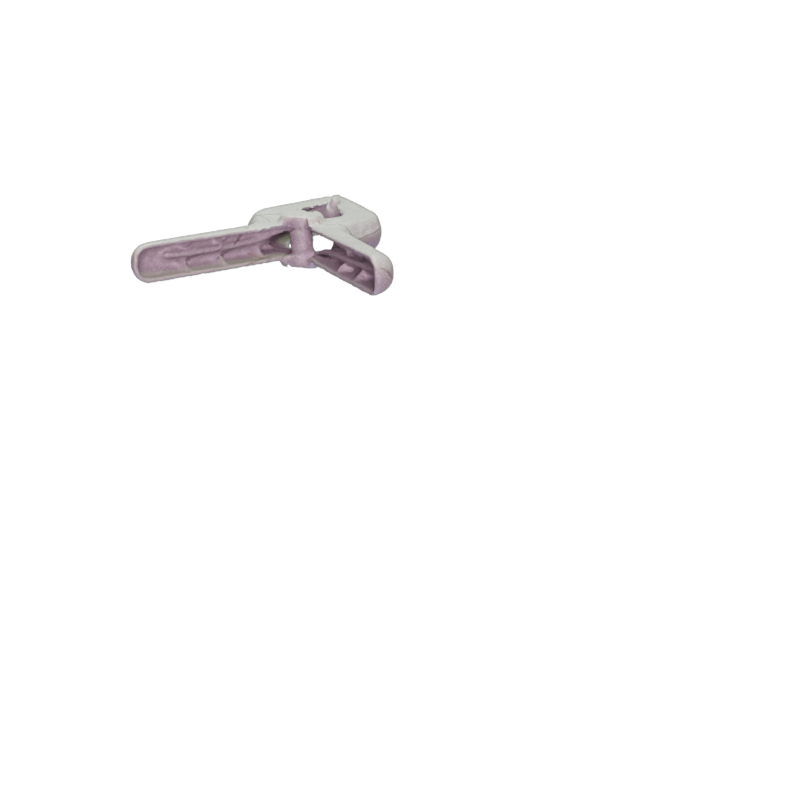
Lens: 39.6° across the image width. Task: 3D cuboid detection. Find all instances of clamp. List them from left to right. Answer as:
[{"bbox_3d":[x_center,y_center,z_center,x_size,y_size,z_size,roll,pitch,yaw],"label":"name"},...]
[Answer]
[{"bbox_3d":[-0.058,-0.106,0.743,0.170,0.035,0.211,7,21,20],"label":"clamp"}]
